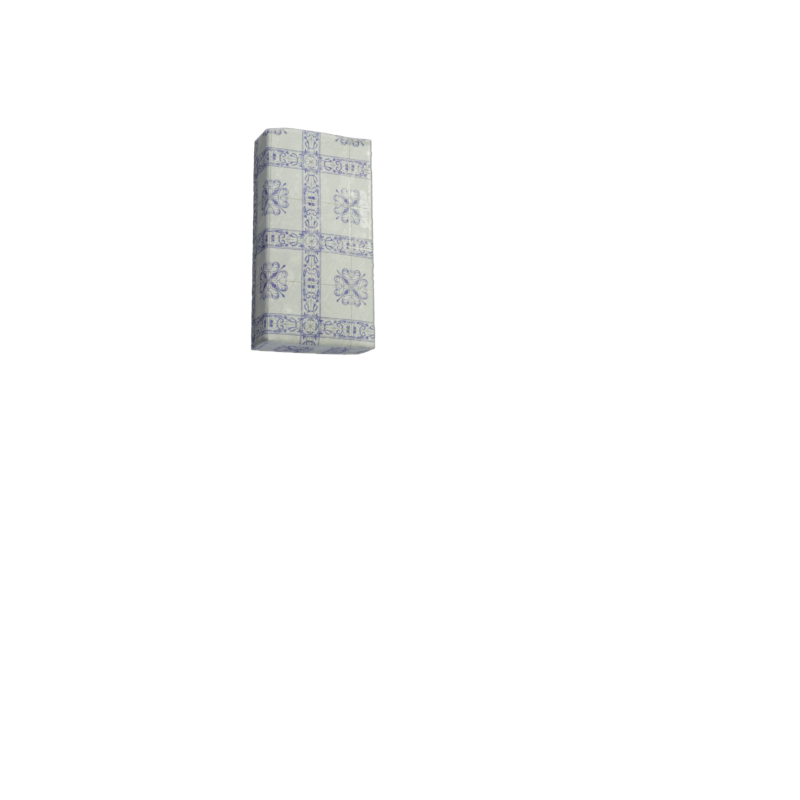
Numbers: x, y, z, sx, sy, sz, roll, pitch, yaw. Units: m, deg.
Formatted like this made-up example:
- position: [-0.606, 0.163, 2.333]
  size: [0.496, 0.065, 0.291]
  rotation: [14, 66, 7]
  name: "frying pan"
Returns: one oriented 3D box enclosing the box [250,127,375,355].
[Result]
- position: [-0.069, -0.126, 0.885]
  size: [0.091, 0.182, 0.048]
  rotation: [4, -14, -21]
  name: "box"
